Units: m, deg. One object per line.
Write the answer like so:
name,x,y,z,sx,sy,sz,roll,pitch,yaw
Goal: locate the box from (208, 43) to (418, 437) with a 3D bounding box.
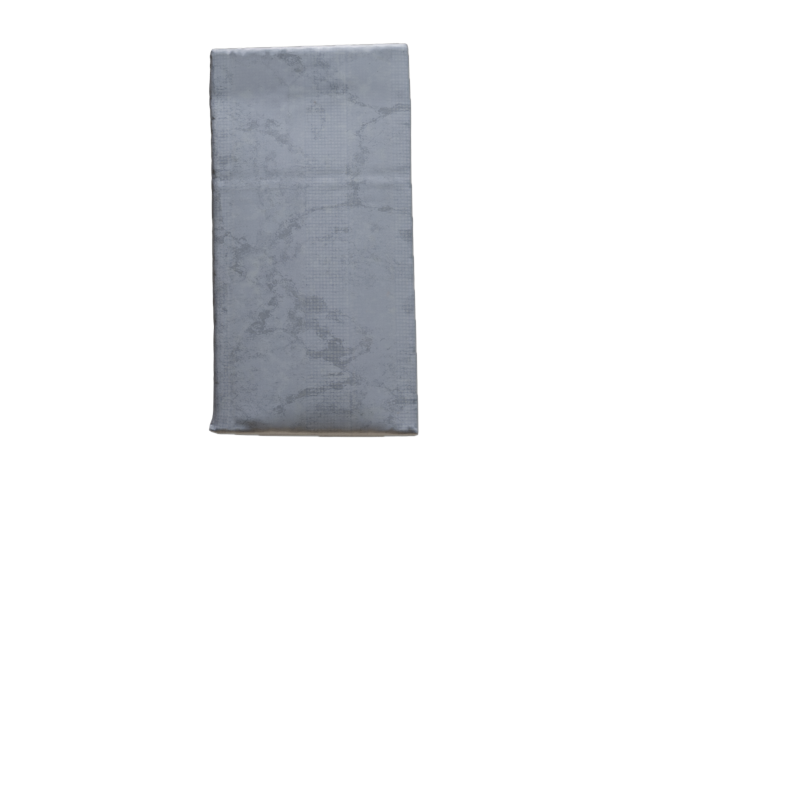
box,-0.040,-0.073,0.510,0.094,0.180,0.047,-1,-8,2
